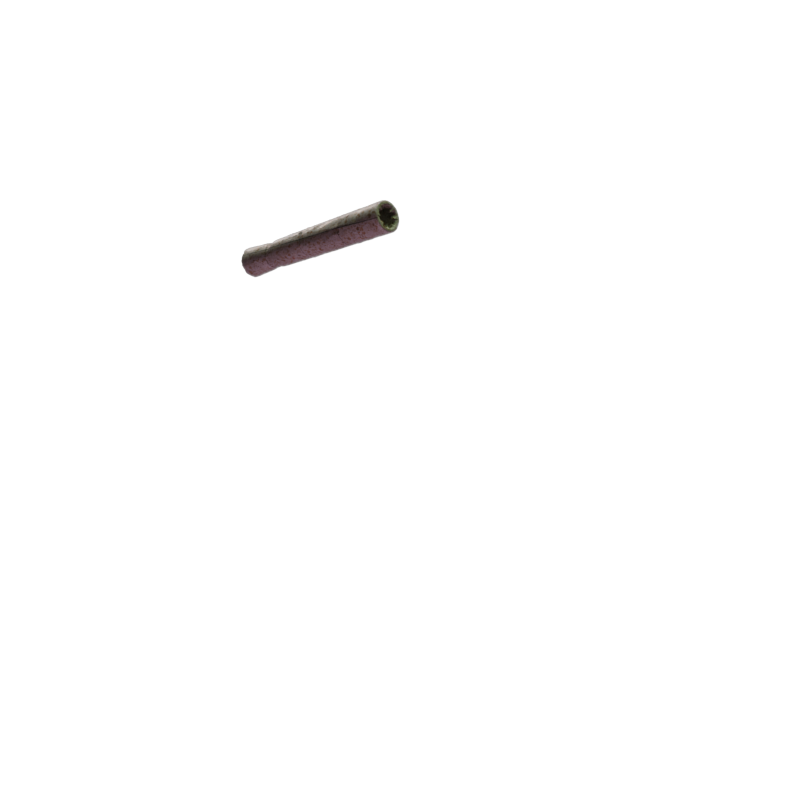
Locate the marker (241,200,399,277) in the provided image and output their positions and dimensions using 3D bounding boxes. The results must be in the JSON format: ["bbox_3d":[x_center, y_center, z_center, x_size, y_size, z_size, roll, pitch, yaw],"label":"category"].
[{"bbox_3d":[-0.051,-0.093,0.649,0.123,0.020,0.019,-11,-5,43],"label":"marker"}]
